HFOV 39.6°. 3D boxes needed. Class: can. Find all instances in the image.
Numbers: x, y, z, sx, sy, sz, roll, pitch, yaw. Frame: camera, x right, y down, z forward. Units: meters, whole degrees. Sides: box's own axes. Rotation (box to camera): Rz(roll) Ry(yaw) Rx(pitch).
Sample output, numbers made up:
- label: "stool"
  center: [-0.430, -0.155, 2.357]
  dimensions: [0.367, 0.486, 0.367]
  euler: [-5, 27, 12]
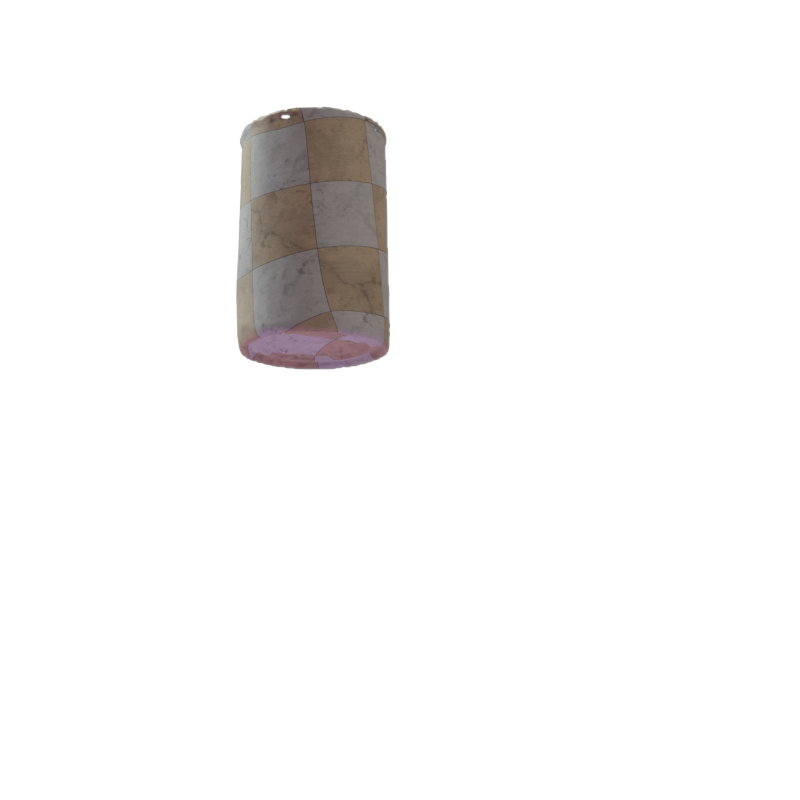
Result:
- label: "can"
  center: [-0.039, -0.071, 0.497]
  dimensions: [0.068, 0.107, 0.066]
  euler: [0, -18, -2]
